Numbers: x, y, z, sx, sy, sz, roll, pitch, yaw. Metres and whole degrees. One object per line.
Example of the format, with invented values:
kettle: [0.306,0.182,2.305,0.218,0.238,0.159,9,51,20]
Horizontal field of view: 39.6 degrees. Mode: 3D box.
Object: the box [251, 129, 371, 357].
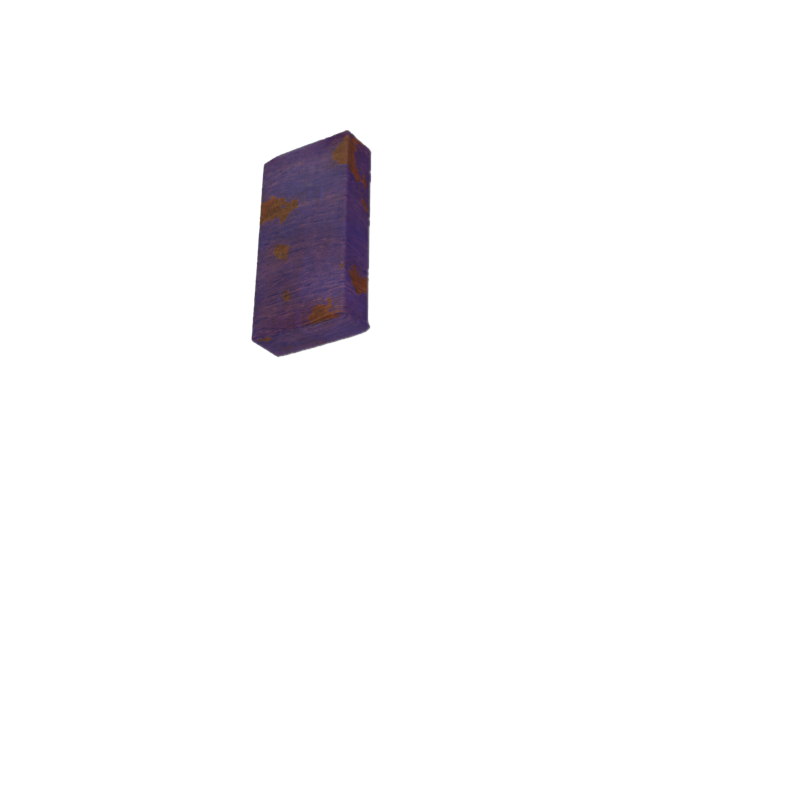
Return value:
box: [-0.073,-0.132,0.922,0.094,0.187,0.045,-17,-30,28]
